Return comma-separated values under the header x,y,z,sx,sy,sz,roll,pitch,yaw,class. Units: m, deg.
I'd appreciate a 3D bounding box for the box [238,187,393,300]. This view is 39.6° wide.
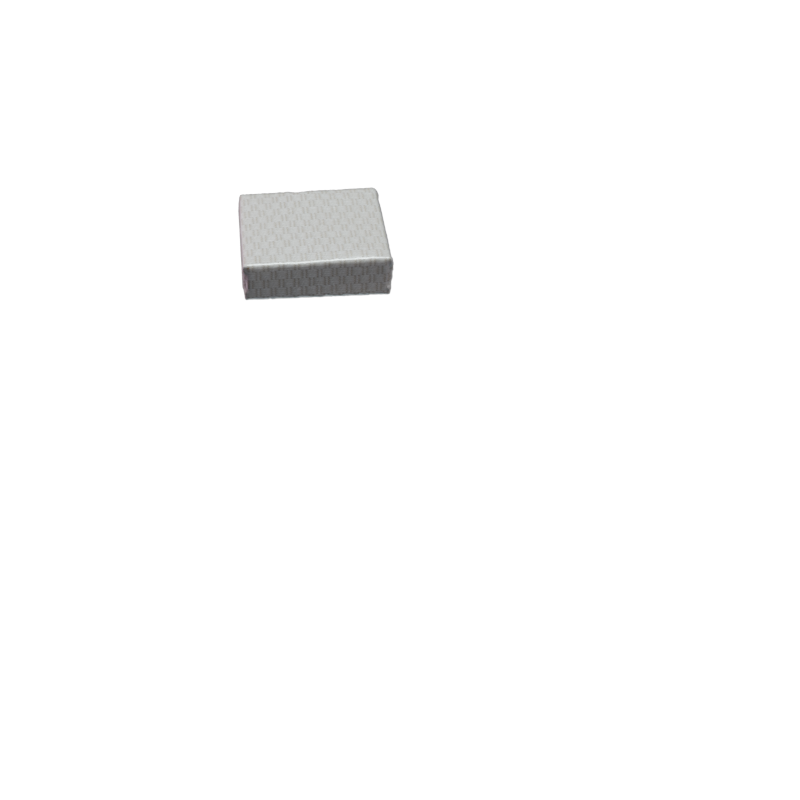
x,y,z,sx,sy,sz,roll,pitch,yaw,class
-0.053,-0.096,0.673,0.089,0.028,0.079,-4,43,-5,box
